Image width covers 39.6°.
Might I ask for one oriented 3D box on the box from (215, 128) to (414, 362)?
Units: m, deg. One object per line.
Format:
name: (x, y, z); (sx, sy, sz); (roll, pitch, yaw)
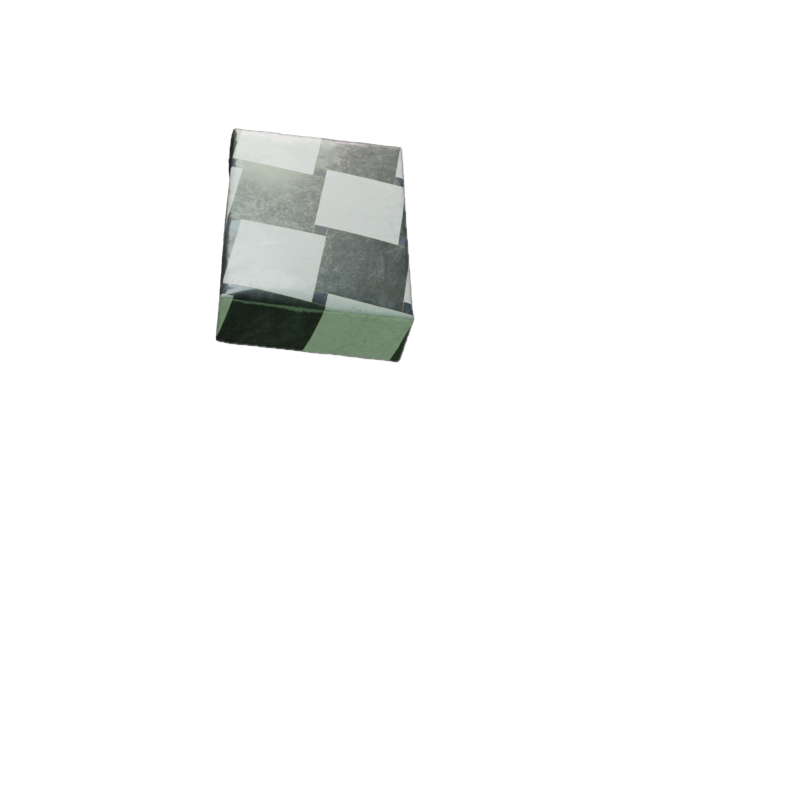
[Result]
box: (-0.078, -0.143, 0.999); (0.162, 0.229, 0.068); (4, -41, -8)
